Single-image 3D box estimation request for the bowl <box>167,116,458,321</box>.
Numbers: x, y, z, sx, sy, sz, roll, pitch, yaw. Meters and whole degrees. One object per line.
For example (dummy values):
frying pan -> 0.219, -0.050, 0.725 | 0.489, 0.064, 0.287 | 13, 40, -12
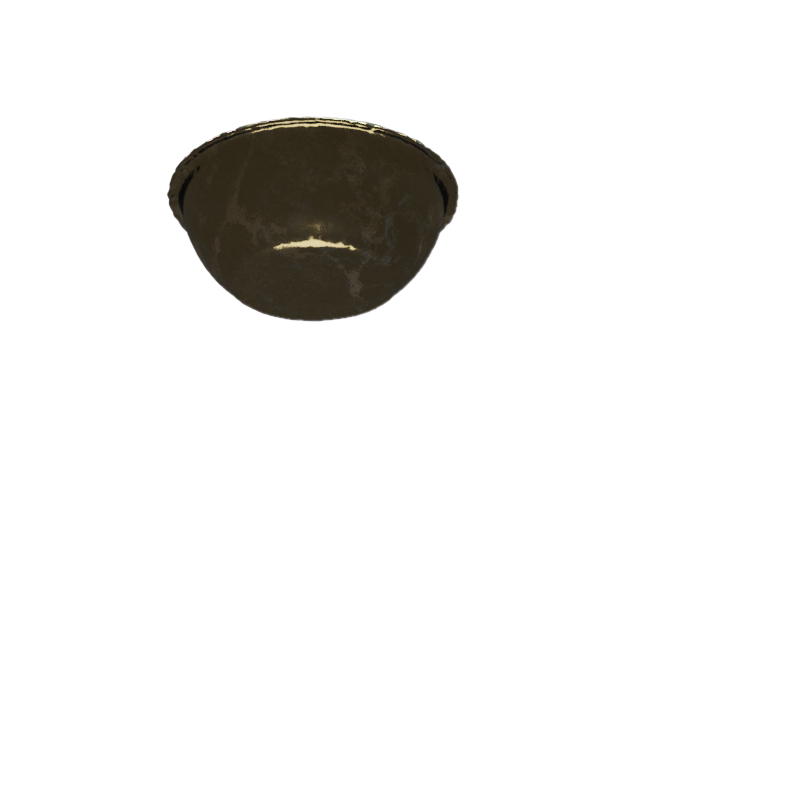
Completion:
bowl -> -0.048, -0.087, 0.607 | 0.162, 0.058, 0.153 | 1, -23, -2
